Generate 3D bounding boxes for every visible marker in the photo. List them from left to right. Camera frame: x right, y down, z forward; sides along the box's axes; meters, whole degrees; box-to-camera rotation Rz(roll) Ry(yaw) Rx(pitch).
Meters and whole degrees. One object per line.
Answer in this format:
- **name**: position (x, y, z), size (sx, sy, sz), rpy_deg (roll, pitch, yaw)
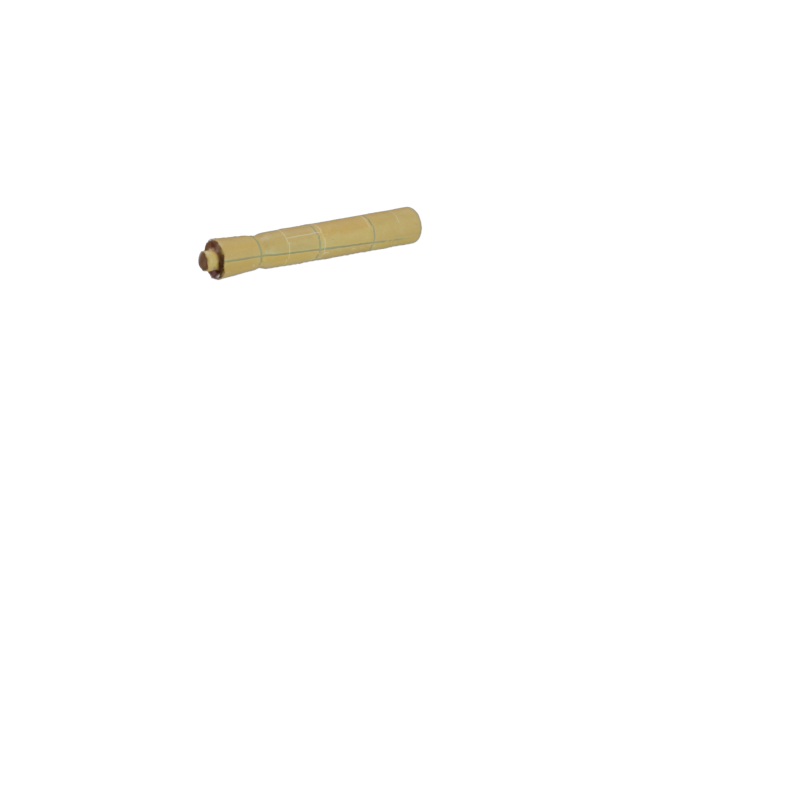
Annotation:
- **marker**: position (-0.041, -0.075, 0.523), size (0.118, 0.019, 0.021), rpy_deg (-16, 13, -36)
